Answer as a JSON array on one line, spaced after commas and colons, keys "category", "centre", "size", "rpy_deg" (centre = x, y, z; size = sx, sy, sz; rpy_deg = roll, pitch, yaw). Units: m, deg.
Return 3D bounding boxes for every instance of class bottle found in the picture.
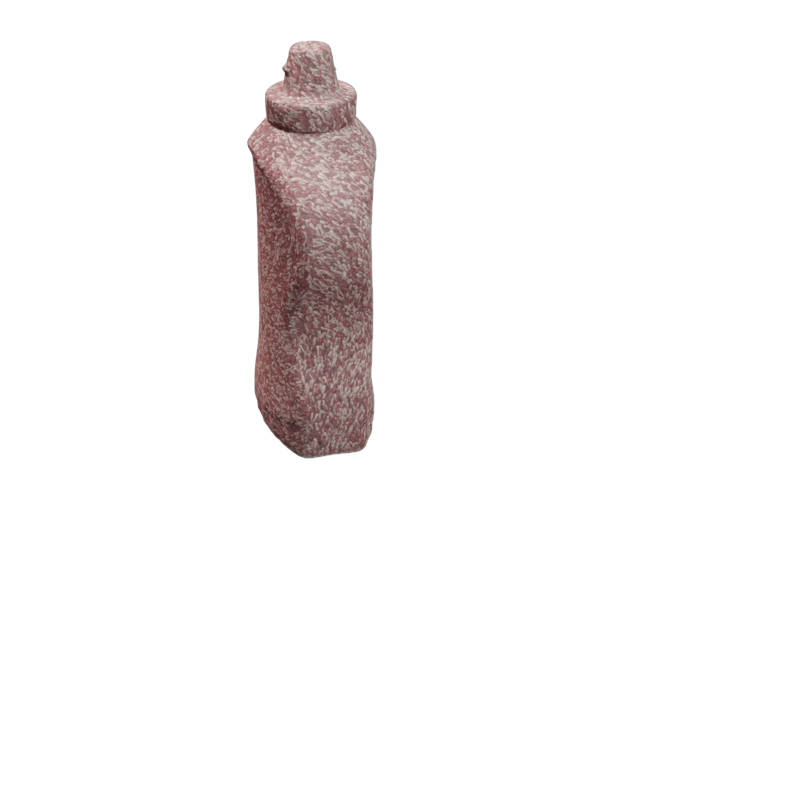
[{"category": "bottle", "centre": [-0.042, -0.075, 0.526], "size": [0.058, 0.181, 0.103], "rpy_deg": [-5, 30, -13]}]
